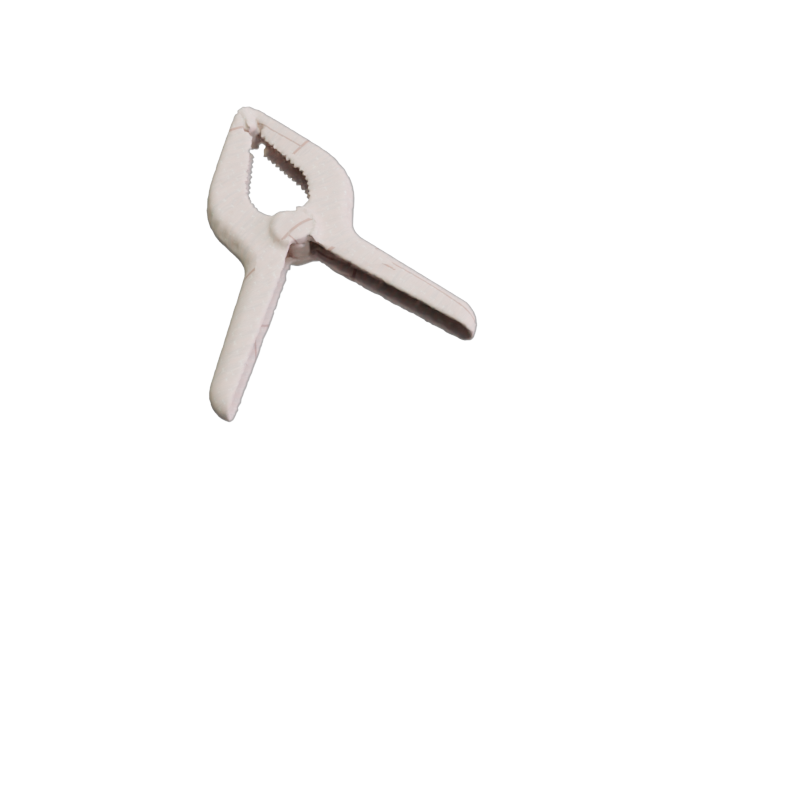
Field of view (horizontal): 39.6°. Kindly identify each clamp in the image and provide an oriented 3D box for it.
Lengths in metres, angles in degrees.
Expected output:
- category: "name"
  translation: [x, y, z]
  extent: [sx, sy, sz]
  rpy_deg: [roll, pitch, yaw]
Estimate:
- category: "clamp"
  translation: [-0.054, -0.099, 0.694]
  extent: [0.163, 0.225, 0.034]
  rpy_deg: [-12, -29, -7]
